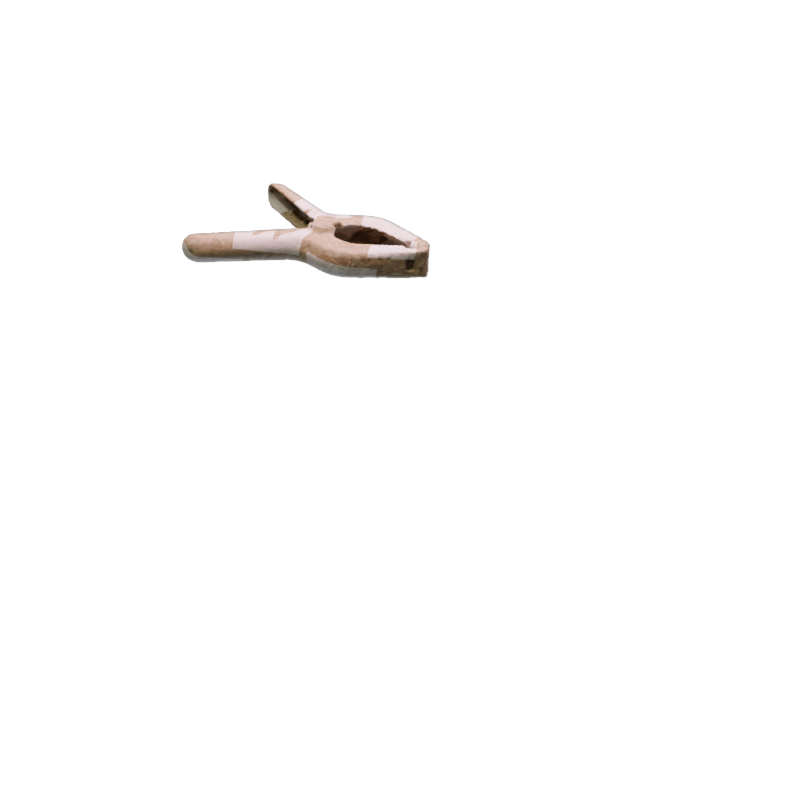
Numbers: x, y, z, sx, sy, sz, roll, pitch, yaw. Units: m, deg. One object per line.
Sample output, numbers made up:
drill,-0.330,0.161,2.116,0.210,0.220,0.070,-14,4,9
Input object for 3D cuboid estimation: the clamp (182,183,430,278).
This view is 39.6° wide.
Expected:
clamp,-0.077,-0.141,0.989,0.221,0.034,0.166,18,35,28
